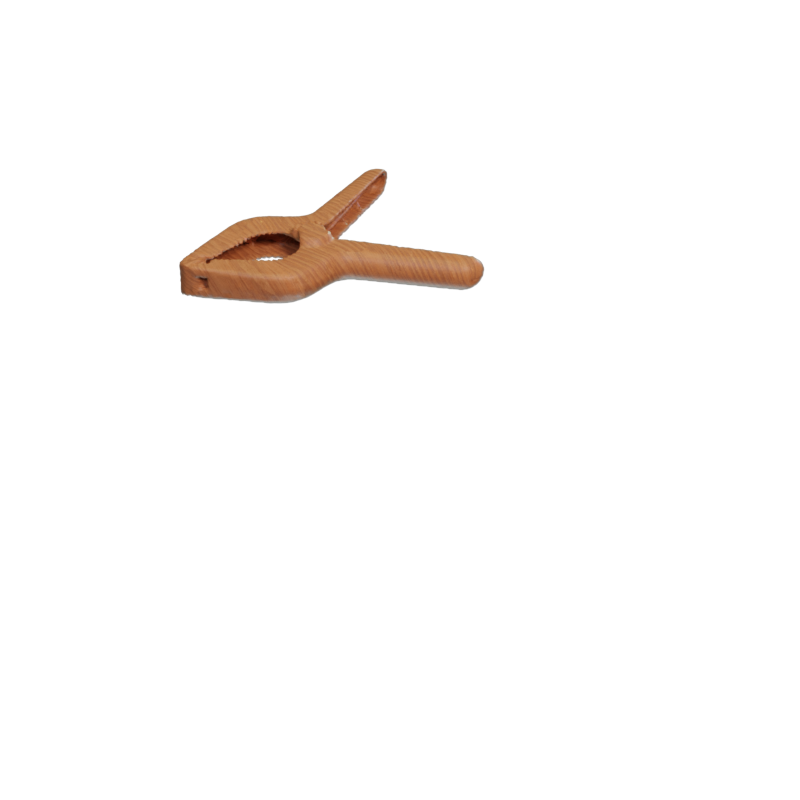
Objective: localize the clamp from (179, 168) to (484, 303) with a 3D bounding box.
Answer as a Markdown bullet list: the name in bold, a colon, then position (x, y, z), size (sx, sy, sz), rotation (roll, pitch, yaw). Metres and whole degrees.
- **clamp**: position (-0.065, -0.118, 0.829), size (0.207, 0.034, 0.178), rotation (-11, 38, -15)
